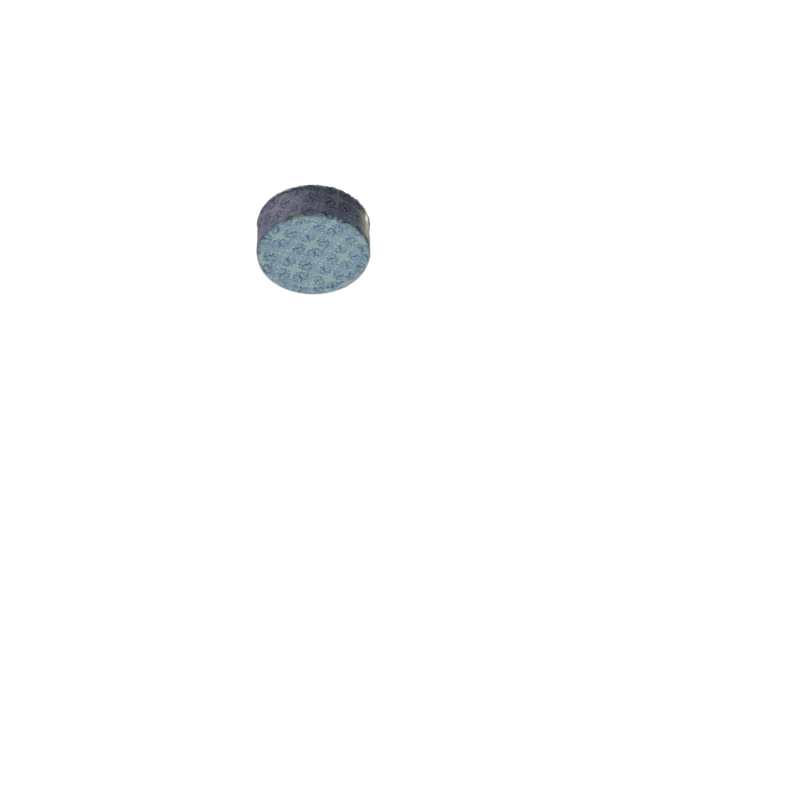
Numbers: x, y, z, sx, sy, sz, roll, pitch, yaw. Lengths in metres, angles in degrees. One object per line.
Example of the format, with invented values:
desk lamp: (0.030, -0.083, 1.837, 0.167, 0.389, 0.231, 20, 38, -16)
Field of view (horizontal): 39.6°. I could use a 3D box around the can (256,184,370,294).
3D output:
can: (-0.065, -0.118, 0.826, 0.086, 0.036, 0.080, 1, -41, -1)
